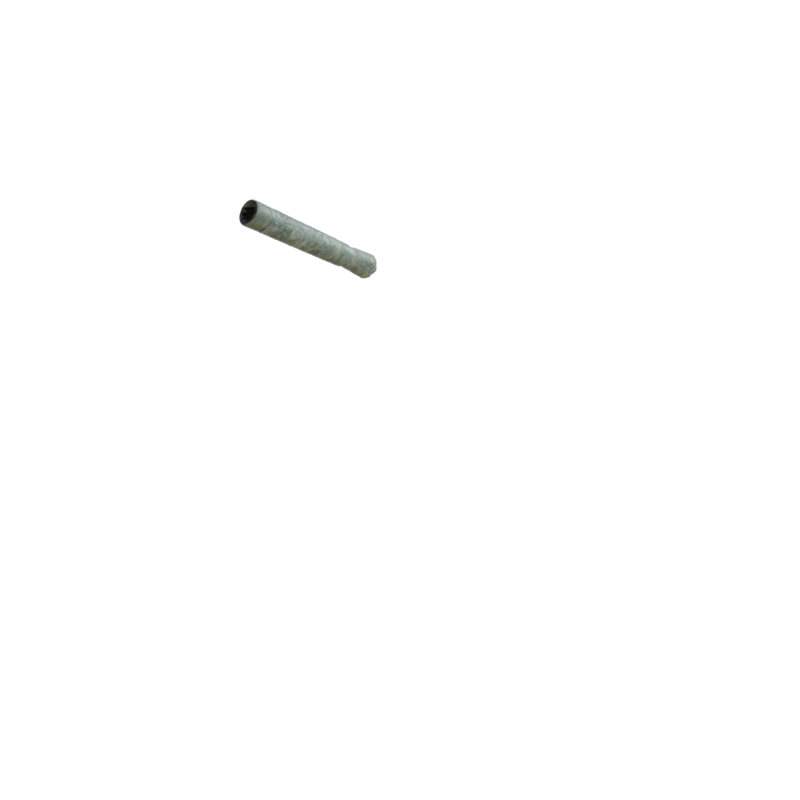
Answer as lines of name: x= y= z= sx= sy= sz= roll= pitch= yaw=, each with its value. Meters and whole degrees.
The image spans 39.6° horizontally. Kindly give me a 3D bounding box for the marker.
marker: x=-0.060 y=-0.109 z=0.766 sx=0.114 sy=0.020 sz=0.021 roll=20 pitch=-10 yaw=-41
